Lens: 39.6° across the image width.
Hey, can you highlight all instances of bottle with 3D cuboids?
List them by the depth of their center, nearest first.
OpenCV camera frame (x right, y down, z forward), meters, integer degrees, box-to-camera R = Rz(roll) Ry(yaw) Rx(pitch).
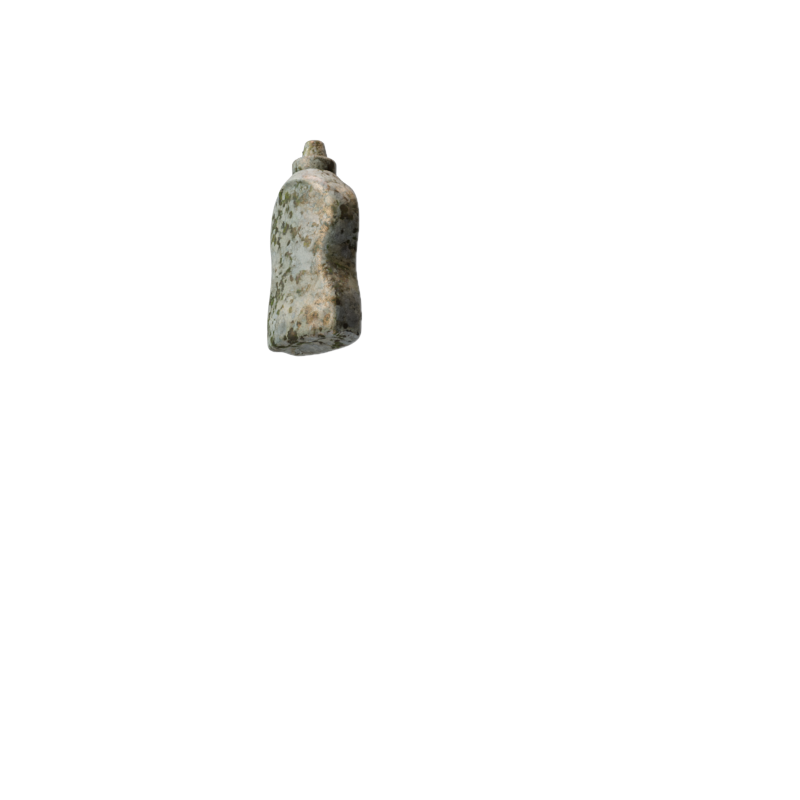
[{"bbox_3d":[-0.077,-0.140,0.985,0.055,0.200,0.097,14,-23,-39],"label":"bottle"}]
